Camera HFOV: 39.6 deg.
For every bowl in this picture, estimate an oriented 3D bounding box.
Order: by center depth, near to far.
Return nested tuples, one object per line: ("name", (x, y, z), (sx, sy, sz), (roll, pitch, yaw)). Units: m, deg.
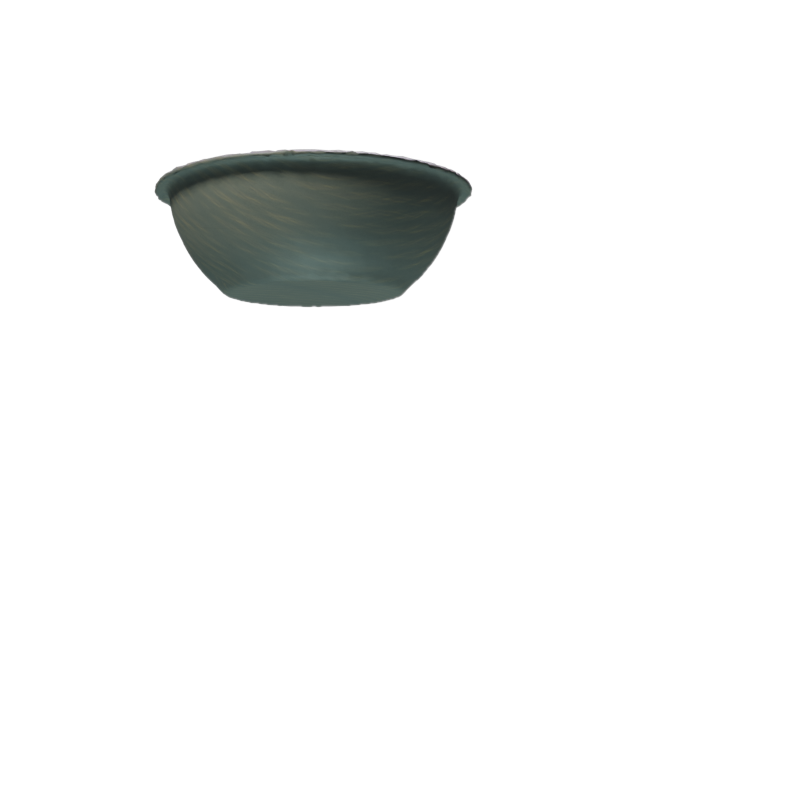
("bowl", (-0.044, -0.080, 0.563), (0.162, 0.056, 0.159), (0, -4, -2))
